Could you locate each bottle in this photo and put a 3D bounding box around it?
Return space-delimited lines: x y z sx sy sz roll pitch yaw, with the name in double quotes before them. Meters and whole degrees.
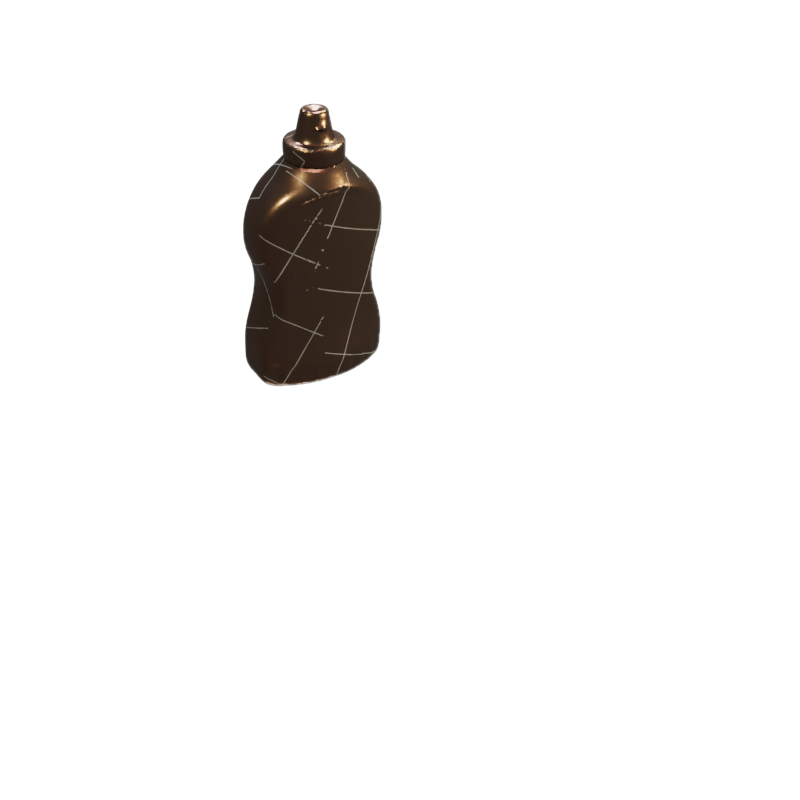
"bottle" -0.058 -0.106 0.746 0.094 0.181 0.063 -14 33 -26
